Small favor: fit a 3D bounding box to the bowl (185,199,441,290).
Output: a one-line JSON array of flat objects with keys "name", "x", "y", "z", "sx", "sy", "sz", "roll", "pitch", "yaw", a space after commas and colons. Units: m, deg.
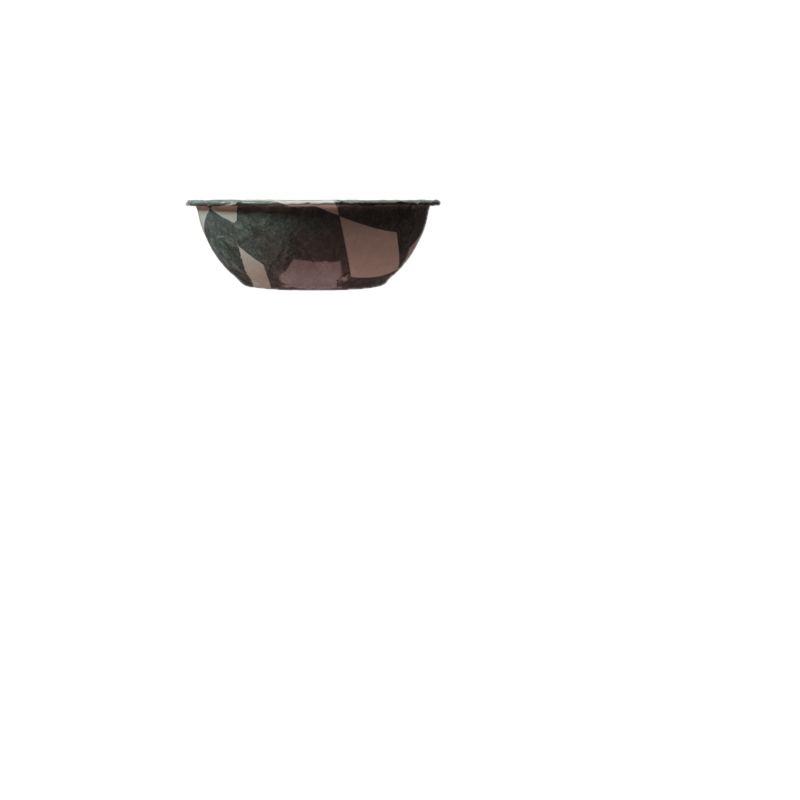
[{"name": "bowl", "x": -0.055, "y": -0.101, "z": 0.707, "sx": 0.162, "sy": 0.054, "sz": 0.165, "roll": 0, "pitch": 10, "yaw": -2}]
